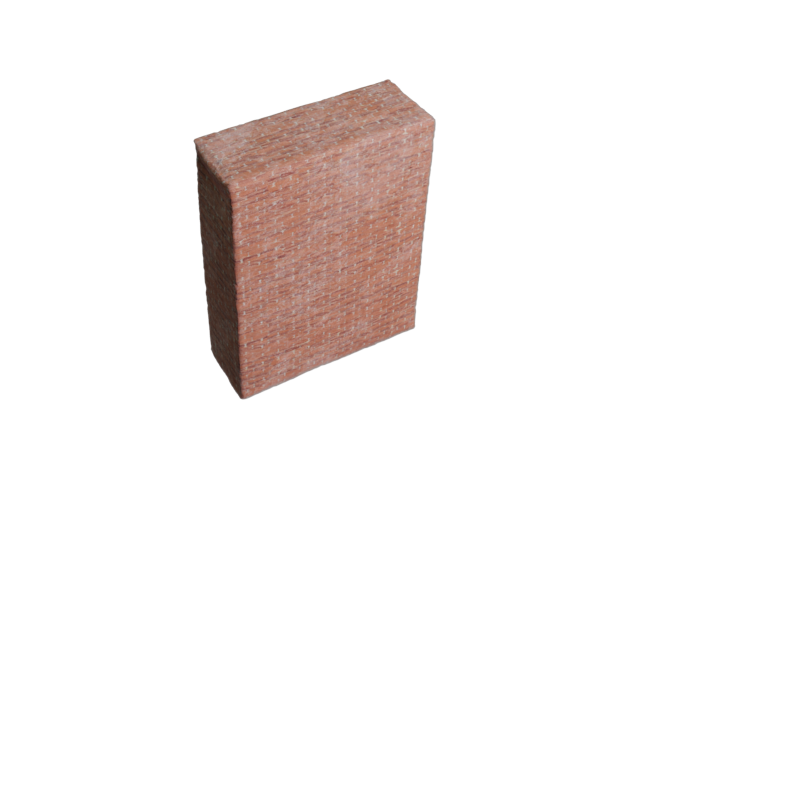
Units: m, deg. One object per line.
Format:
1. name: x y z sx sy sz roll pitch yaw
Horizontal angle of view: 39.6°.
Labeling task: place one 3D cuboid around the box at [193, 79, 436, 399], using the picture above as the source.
1. box: -0.066 -0.120 0.839 0.163 0.199 0.078 -22 50 -23
